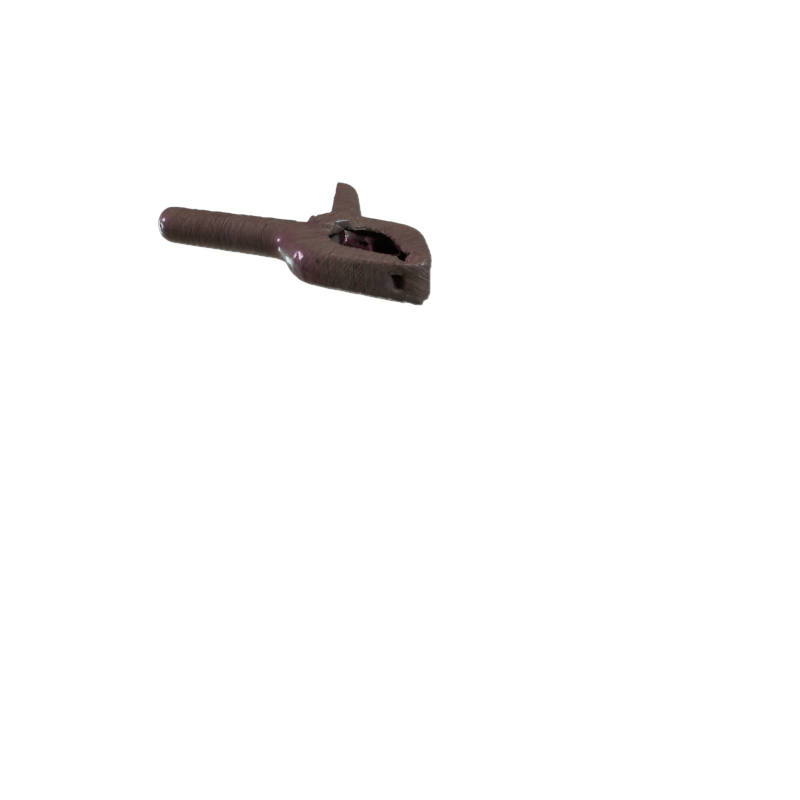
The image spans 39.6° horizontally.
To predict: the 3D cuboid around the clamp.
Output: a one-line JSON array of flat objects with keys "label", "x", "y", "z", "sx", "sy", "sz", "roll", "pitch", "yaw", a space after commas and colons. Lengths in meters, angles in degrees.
[{"label": "clamp", "x": -0.058, "y": -0.106, "z": 0.745, "sx": 0.161, "sy": 0.035, "sz": 0.224, "roll": -13, "pitch": 27, "yaw": -26}]
